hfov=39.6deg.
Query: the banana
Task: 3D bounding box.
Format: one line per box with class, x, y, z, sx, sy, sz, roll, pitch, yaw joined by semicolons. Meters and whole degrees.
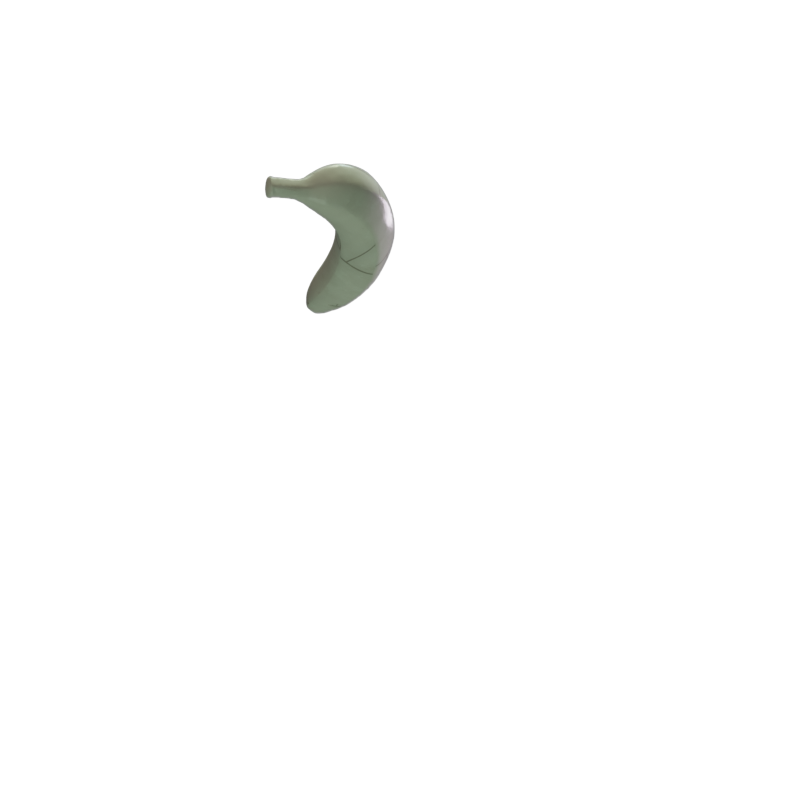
banana;-0.037;-0.104;0.706;0.070;0.039;0.187;-2;-19;4
